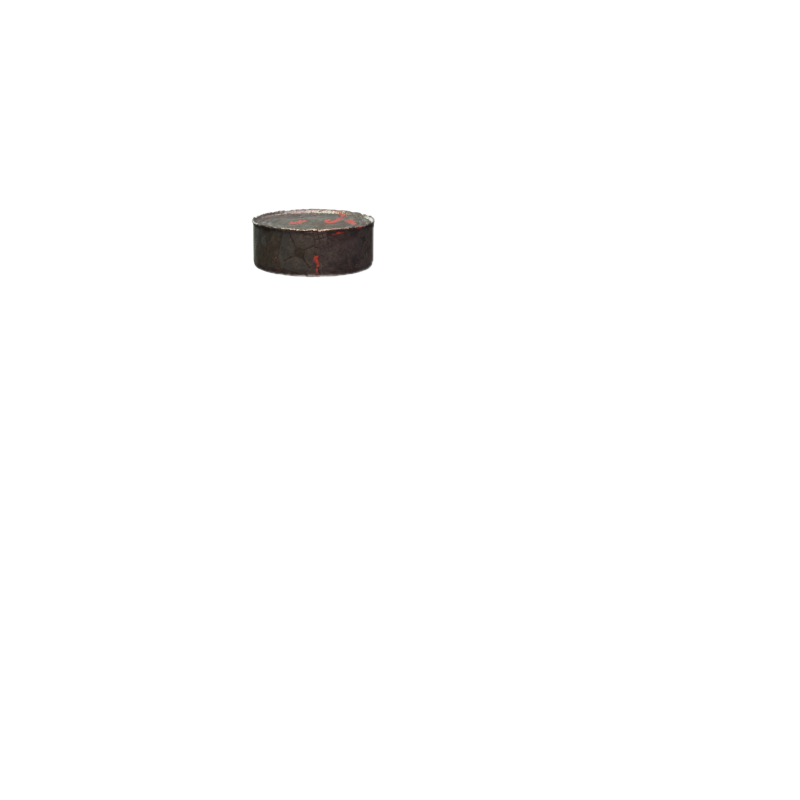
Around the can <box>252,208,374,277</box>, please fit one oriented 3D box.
[{"bbox_3d":[-0.061,-0.111,0.776,0.086,0.032,0.089,-1,17,-2],"label":"can"}]
